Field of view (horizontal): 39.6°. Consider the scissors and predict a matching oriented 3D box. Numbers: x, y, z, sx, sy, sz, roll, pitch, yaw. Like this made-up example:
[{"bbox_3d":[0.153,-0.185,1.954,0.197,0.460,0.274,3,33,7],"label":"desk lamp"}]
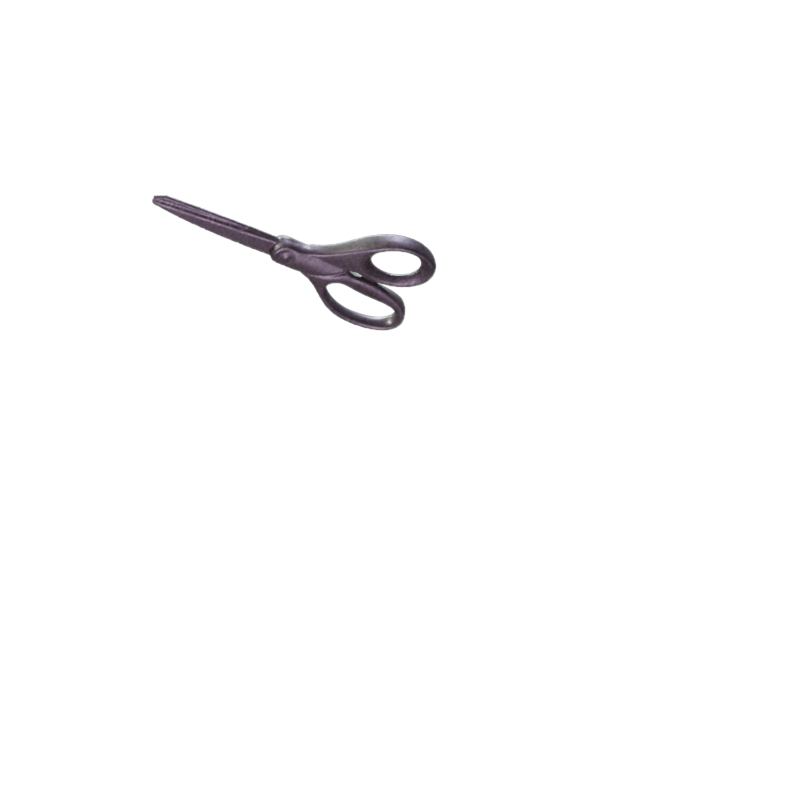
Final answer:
[{"bbox_3d":[-0.058,-0.106,0.742,0.096,0.017,0.189,-32,-50,32],"label":"scissors"}]
